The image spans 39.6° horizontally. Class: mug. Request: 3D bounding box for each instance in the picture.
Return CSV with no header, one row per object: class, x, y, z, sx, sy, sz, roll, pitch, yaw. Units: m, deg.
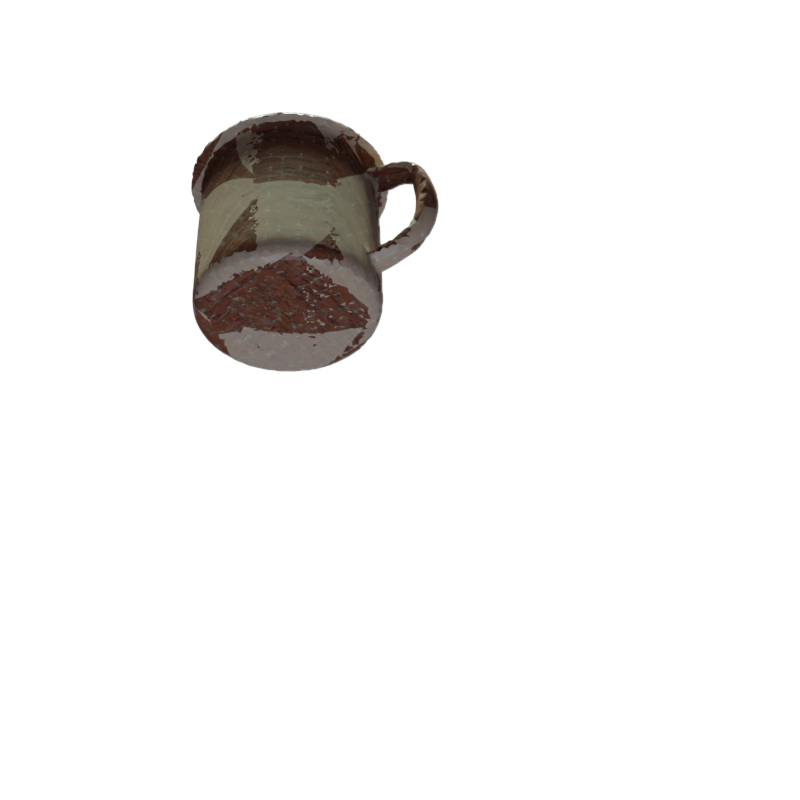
mug,-0.038,-0.070,0.491,0.118,0.087,0.086,-15,-42,16
